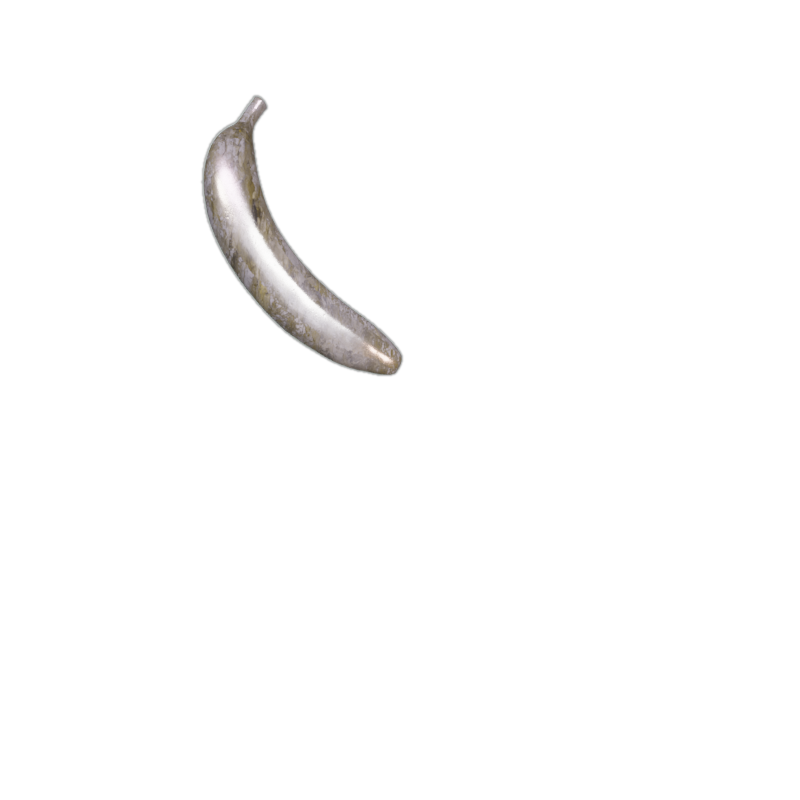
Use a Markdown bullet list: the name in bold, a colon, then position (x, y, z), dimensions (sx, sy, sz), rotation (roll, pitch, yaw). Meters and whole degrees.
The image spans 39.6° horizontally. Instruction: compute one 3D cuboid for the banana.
- **banana**: position (-0.072, -0.093, 0.686), dimensions (0.069, 0.202, 0.036), rotation (-27, -7, -4)
